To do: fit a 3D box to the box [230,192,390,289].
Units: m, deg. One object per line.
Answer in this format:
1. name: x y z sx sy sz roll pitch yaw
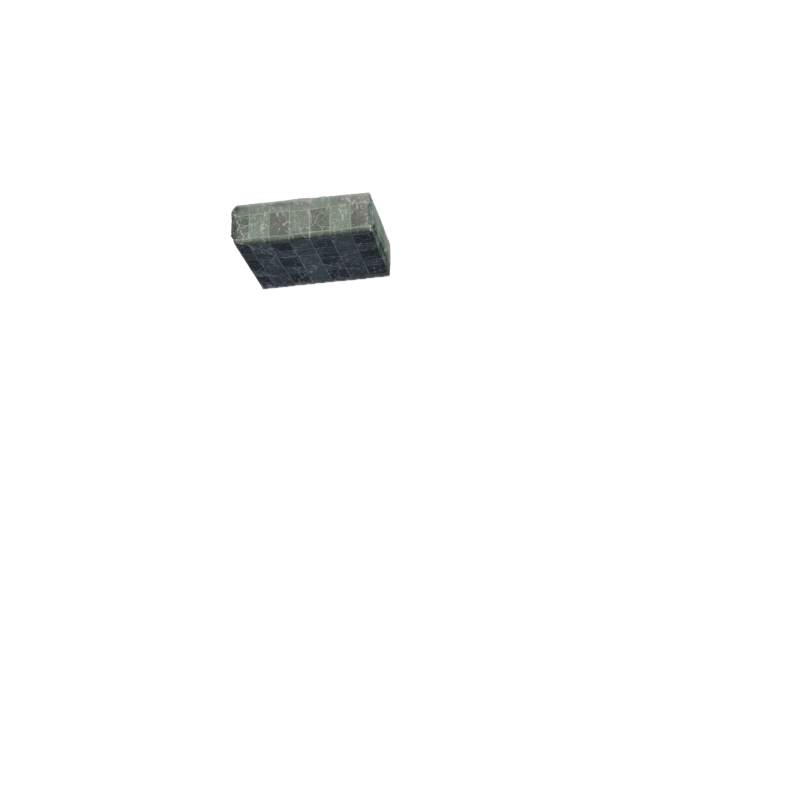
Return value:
1. box: -0.055 -0.101 0.705 0.090 0.032 0.069 -4 -19 10
